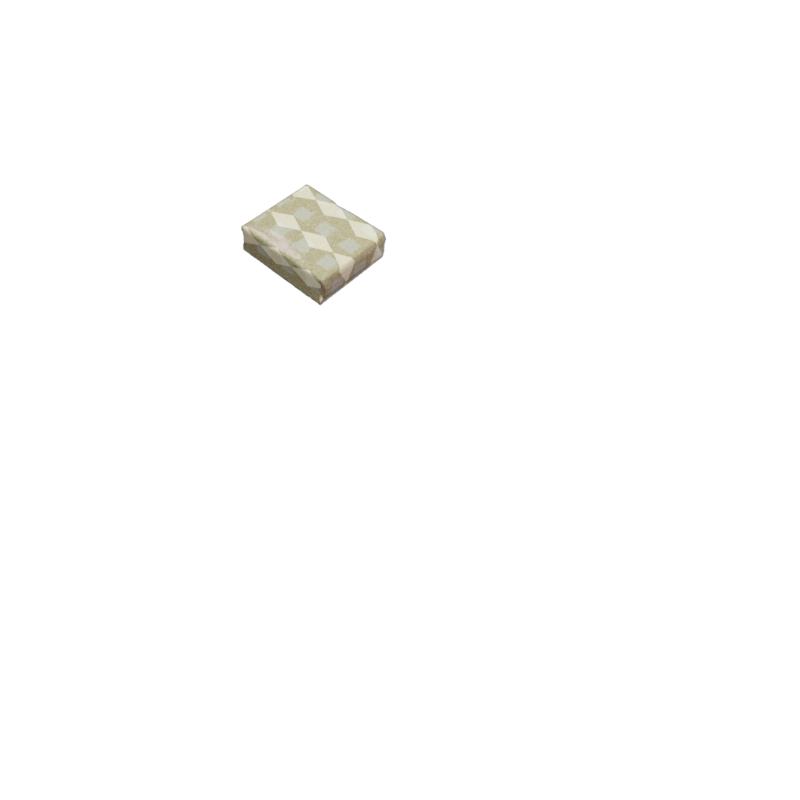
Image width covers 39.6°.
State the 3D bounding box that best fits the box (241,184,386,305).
[{"bbox_3d":[-0.068,-0.124,0.868,0.095,0.028,0.074,35,56,28],"label":"box"}]
